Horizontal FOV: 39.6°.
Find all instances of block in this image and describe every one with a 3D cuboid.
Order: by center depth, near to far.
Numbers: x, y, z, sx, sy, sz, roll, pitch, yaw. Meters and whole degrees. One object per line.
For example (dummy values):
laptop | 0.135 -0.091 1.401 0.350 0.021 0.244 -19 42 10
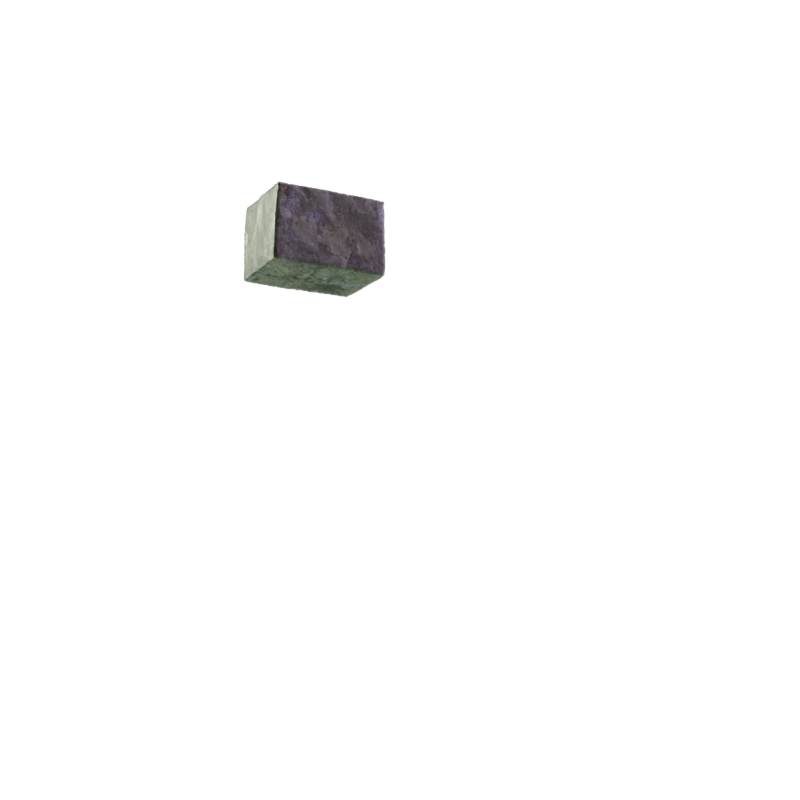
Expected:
block | -0.055 -0.101 0.708 0.075 0.053 0.053 7 -18 -27
